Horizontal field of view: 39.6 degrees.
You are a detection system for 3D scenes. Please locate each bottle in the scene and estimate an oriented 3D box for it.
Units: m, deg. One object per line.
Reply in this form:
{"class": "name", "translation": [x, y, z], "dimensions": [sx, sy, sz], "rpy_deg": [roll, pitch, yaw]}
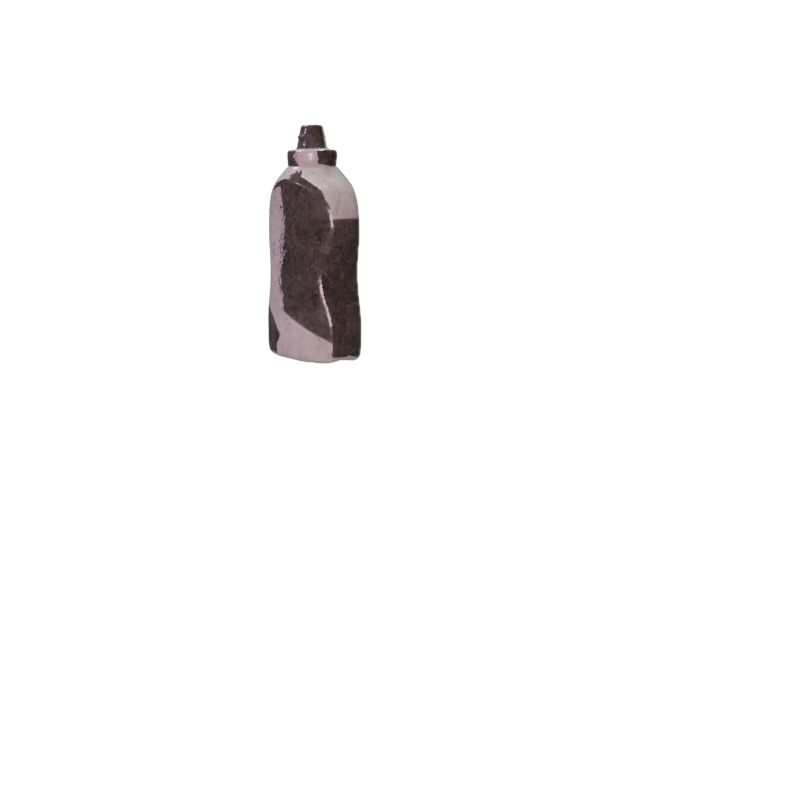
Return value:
{"class": "bottle", "translation": [-0.072, -0.131, 0.916], "dimensions": [0.056, 0.190, 0.100], "rpy_deg": [-2, 5, -35]}
